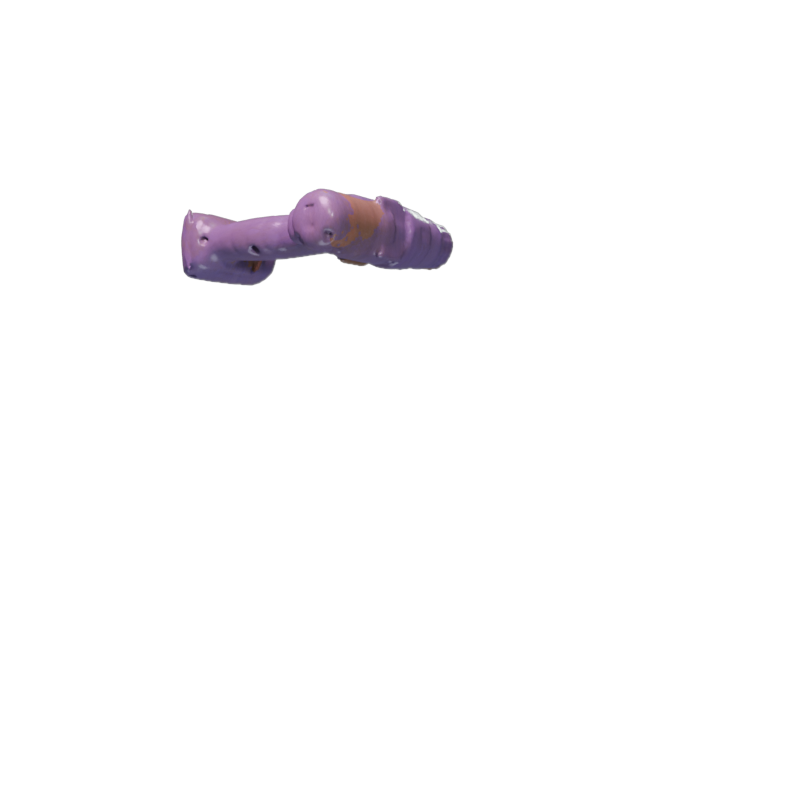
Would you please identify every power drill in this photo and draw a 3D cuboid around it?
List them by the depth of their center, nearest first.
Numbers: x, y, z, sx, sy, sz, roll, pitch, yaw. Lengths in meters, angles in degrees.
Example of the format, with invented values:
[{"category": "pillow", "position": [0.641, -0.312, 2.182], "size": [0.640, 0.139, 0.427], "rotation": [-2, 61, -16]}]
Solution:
[{"category": "power drill", "position": [-0.071, -0.130, 0.912], "size": [0.193, 0.059, 0.175], "rotation": [-3, -6, 35]}]
